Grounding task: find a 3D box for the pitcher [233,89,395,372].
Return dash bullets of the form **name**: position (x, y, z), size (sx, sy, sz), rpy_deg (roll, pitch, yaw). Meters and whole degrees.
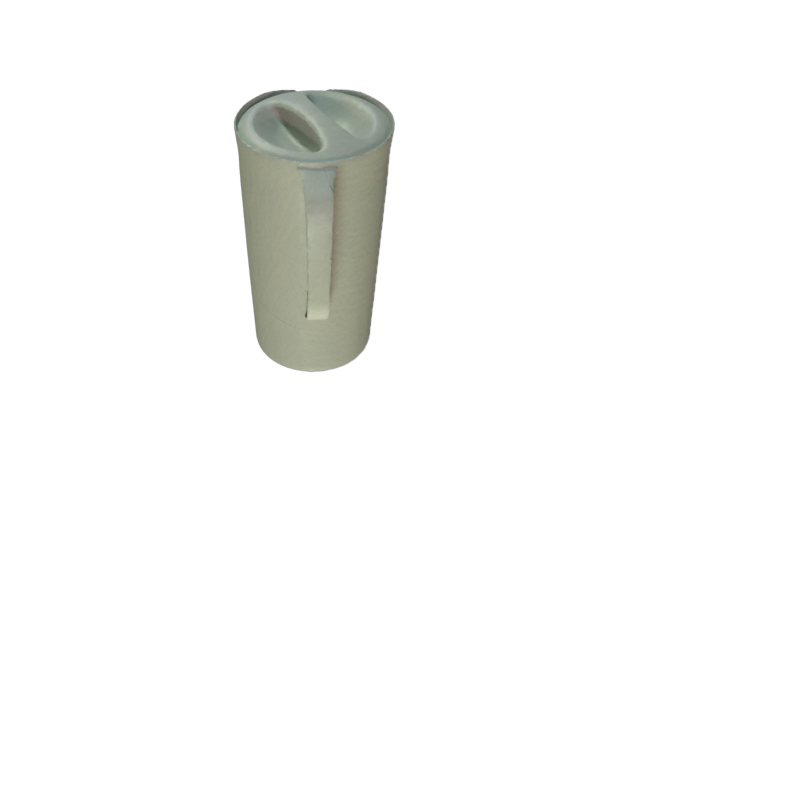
- **pitcher**: position (-0.076, -0.139, 0.974), size (0.154, 0.227, 0.150), rpy_deg (28, 45, 29)
